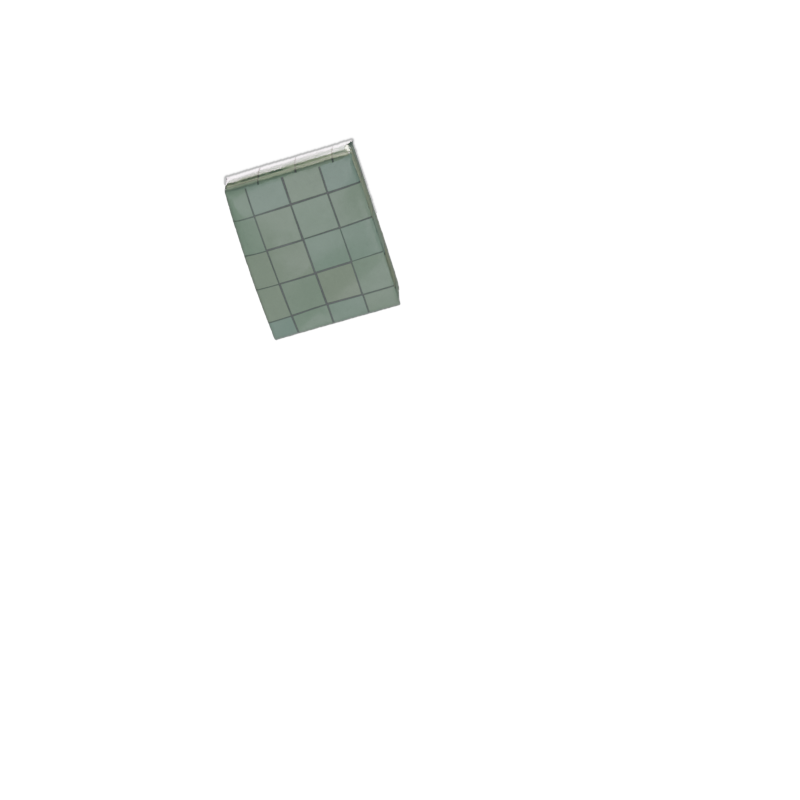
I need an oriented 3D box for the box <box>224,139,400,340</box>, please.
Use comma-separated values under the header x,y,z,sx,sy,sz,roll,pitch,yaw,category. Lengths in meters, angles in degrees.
x,y,z,sx,sy,sz,roll,pitch,yaw,category
-0.057,-0.104,0.732,0.090,0.107,0.041,-16,23,6,box
